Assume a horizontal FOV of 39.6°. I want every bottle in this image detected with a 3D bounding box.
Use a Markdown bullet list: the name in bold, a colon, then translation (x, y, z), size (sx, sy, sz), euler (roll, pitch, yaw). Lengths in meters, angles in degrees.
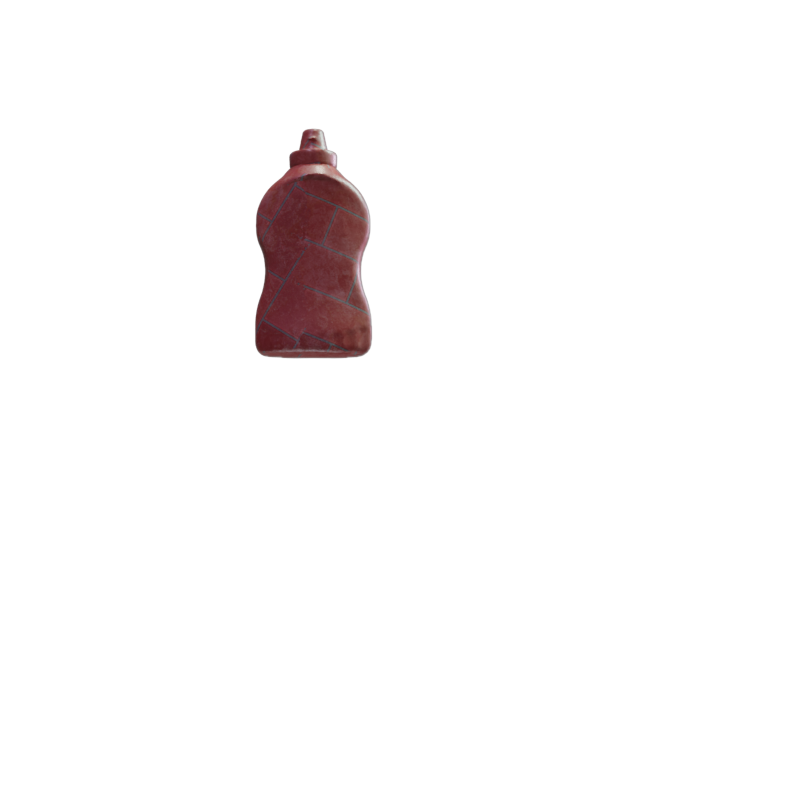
- **bottle**: translation (-0.073, -0.133, 0.928), size (0.096, 0.197, 0.057), euler (-1, -10, -1)
